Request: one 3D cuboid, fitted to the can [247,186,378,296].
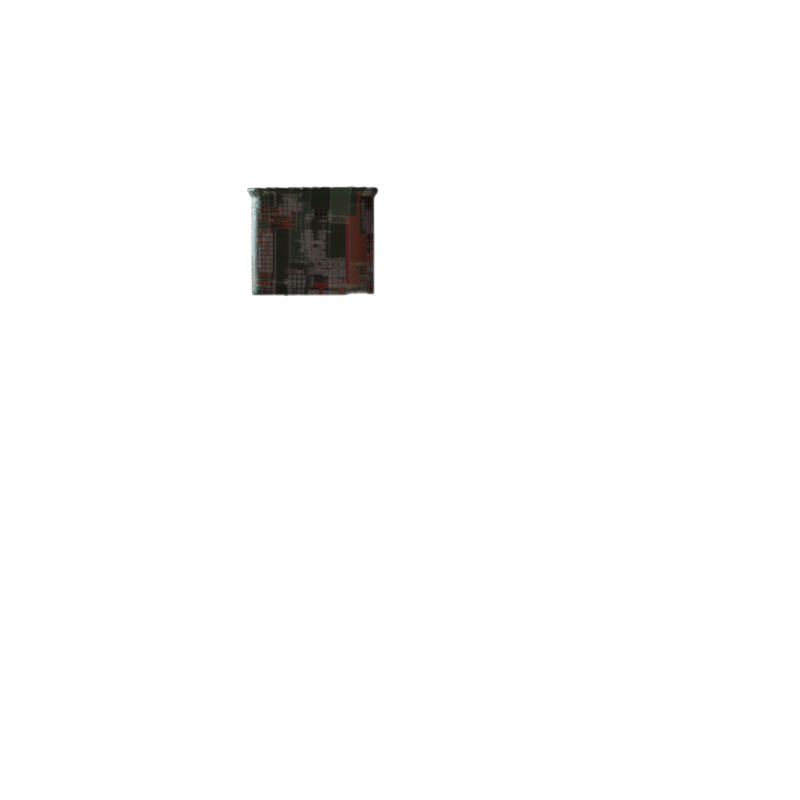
[{"bbox_3d":[-0.068,-0.124,0.872,0.102,0.084,0.057,0,2,4],"label":"can"}]
